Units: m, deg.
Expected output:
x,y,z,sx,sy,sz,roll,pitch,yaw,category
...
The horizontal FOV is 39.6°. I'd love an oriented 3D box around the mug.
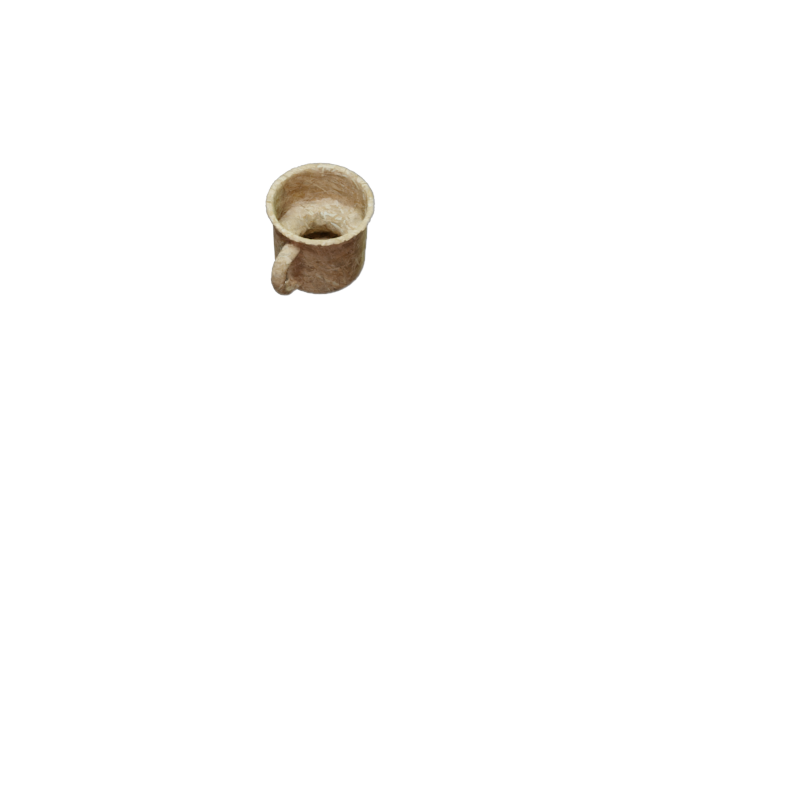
x,y,z,sx,sy,sz,roll,pitch,yaw,category
-0.075,-0.137,0.963,0.096,0.121,0.076,23,-33,14,mug
